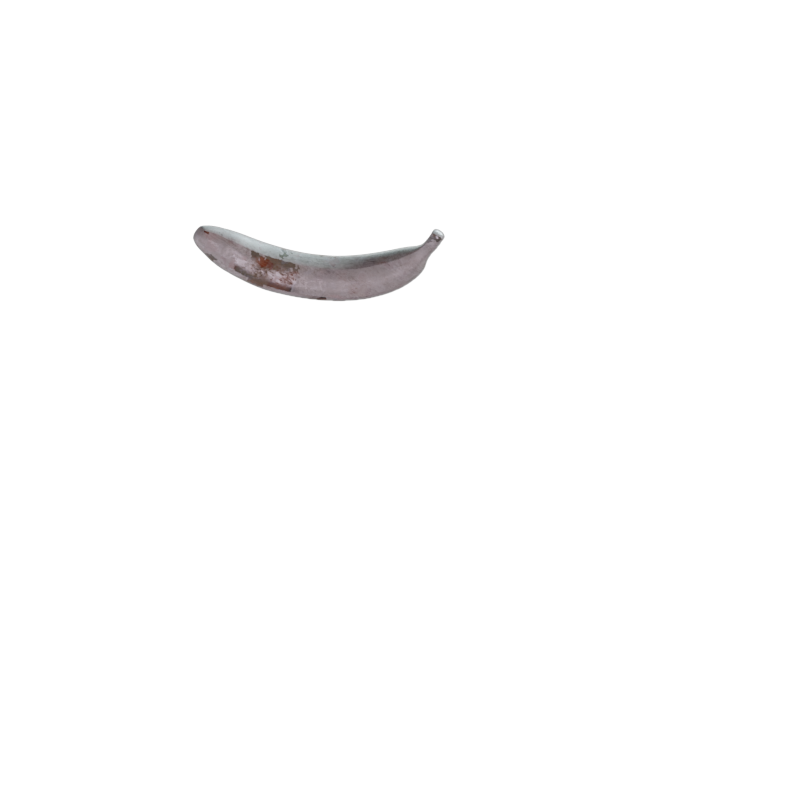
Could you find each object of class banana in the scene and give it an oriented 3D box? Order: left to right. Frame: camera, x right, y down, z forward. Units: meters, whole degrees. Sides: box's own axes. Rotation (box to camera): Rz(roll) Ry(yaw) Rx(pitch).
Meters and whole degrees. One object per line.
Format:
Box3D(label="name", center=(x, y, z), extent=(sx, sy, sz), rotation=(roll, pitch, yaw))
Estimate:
Box3D(label="banana", center=(-0.066, -0.111, 0.893), extent=(0.198, 0.066, 0.039), rotation=(0, 30, 0))
